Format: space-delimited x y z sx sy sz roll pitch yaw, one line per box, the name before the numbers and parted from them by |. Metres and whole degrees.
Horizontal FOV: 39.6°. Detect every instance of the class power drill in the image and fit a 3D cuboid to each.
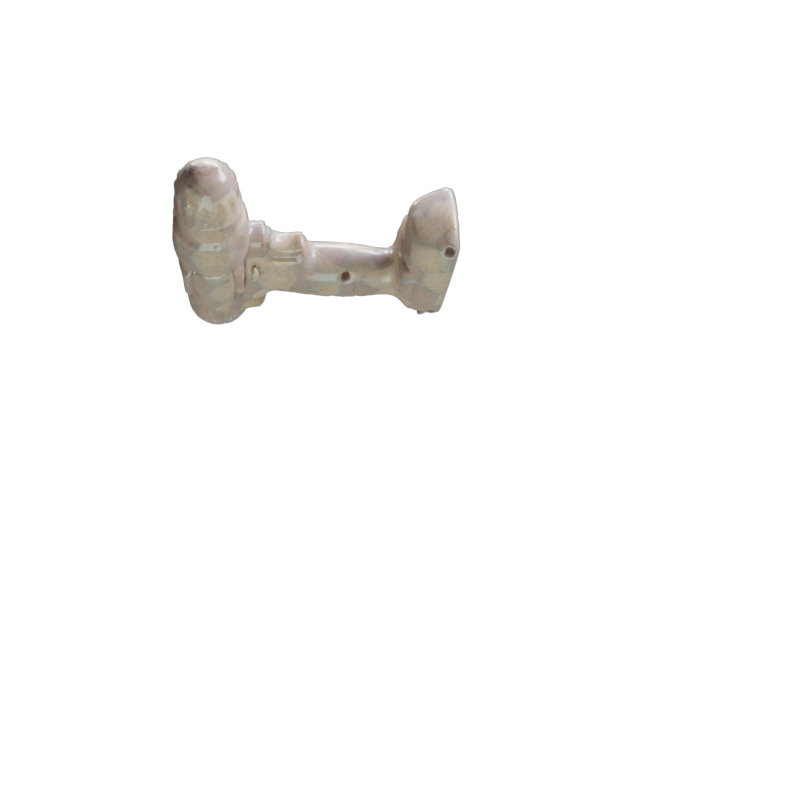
power drill | -0.058 -0.106 0.745 0.187 0.060 0.176 1 -20 -3
